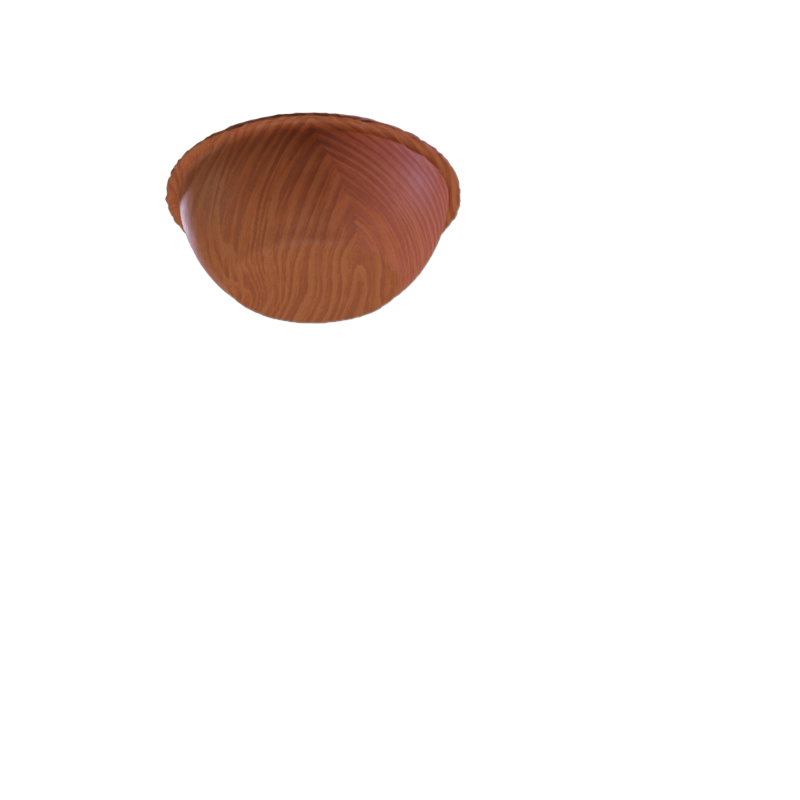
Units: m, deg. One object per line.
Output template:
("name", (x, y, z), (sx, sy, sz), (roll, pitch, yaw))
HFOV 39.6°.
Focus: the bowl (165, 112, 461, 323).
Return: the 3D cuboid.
("bowl", (-0.047, -0.085, 0.598), (0.162, 0.058, 0.153), (1, -25, -2))
